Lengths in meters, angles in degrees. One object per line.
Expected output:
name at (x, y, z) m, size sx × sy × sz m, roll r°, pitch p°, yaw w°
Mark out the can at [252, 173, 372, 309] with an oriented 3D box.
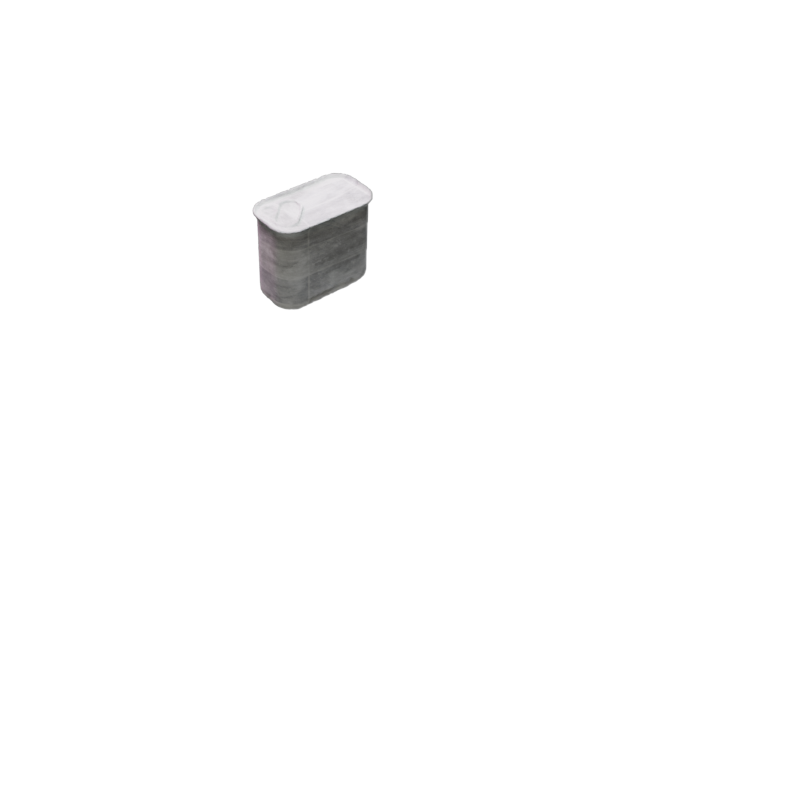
can at (-0.075, -0.136, 0.952) m, size 0.101 × 0.078 × 0.062 m, roll -27°, pitch 47°, yaw -30°
